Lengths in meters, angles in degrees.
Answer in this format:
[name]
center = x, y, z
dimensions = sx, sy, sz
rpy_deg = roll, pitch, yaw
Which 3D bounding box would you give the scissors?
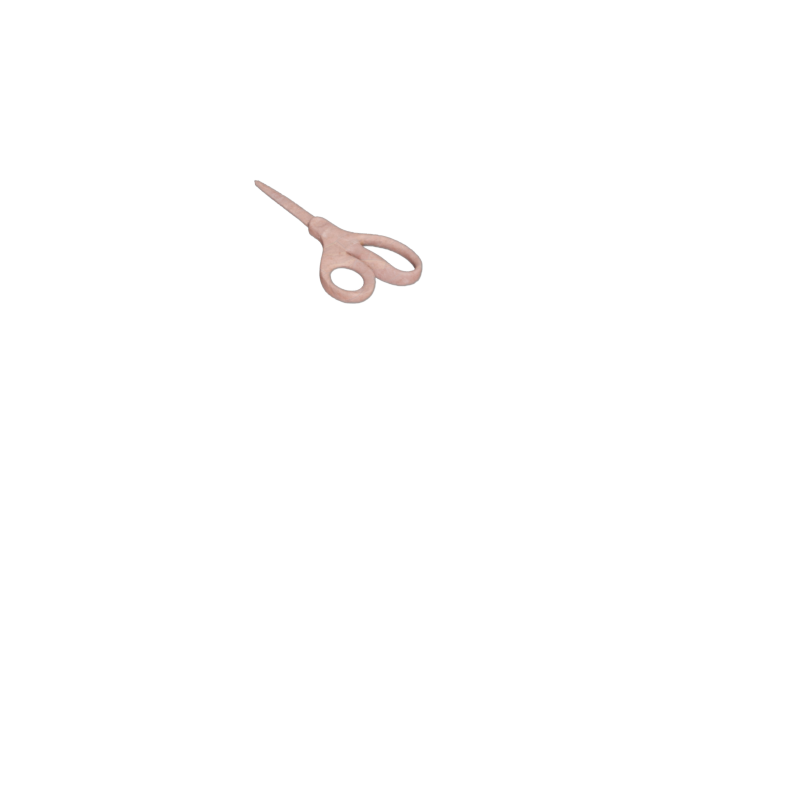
[scissors]
center = -0.076, -0.139, 0.977
dimensions = 0.212, 0.015, 0.098
rpy_deg = 25, 48, 26
